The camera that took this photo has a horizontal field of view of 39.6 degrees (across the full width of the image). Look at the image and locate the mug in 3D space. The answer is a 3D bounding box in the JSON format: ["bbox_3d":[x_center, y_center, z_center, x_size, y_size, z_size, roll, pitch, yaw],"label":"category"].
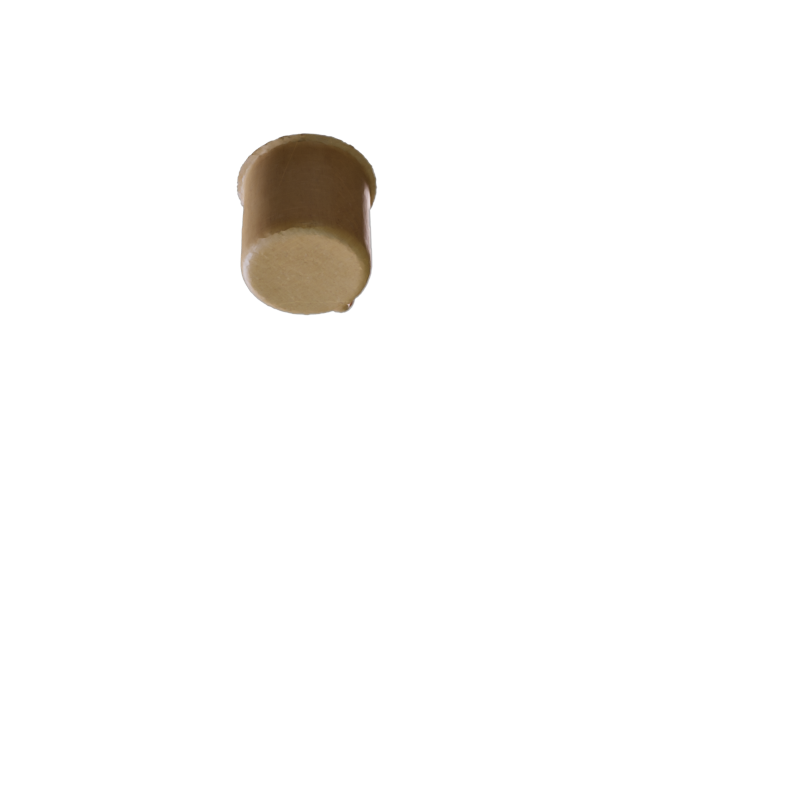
[{"bbox_3d":[-0.056,-0.102,0.714,0.094,0.087,0.108,-14,-43,13],"label":"mug"}]
